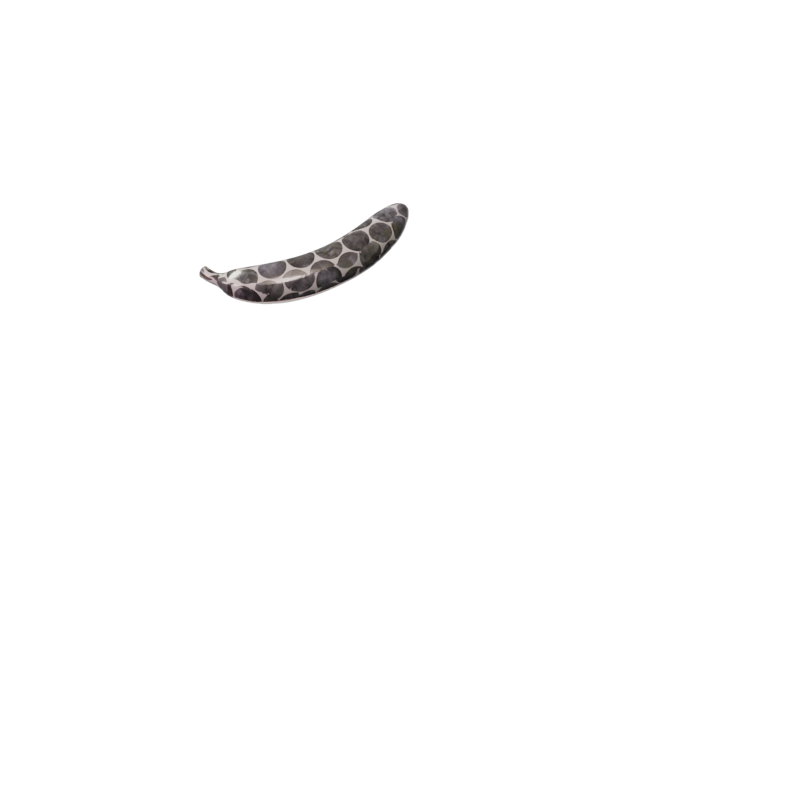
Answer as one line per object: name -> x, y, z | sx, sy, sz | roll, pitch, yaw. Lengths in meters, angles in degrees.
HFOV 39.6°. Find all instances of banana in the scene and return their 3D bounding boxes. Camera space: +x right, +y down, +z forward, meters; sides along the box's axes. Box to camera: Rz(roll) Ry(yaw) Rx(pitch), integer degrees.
banana -> -0.072, -0.123, 0.965 | 0.196, 0.075, 0.034 | -19, -34, -14
